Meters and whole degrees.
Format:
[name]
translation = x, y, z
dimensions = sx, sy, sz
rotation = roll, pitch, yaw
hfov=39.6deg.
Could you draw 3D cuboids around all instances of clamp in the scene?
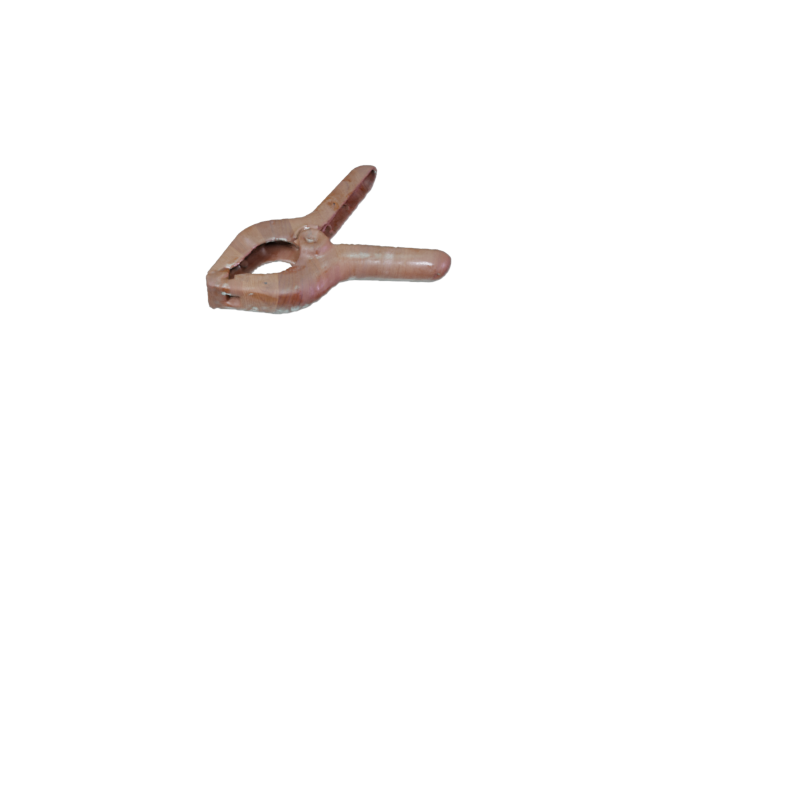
[clamp]
translation = -0.063, -0.114, 0.799
dimensions = 0.169, 0.036, 0.130
rotation = -14, 46, -15
